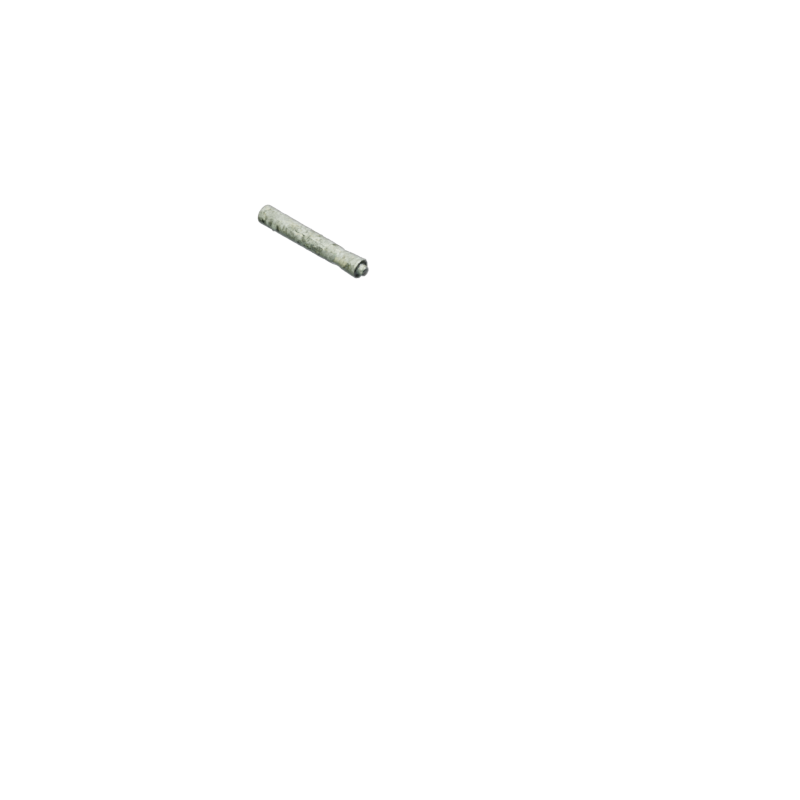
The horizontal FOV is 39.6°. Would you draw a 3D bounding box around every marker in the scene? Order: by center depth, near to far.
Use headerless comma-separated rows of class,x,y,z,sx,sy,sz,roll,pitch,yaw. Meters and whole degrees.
marker,-0.076,-0.139,0.977,0.129,0.019,0.019,33,20,30
